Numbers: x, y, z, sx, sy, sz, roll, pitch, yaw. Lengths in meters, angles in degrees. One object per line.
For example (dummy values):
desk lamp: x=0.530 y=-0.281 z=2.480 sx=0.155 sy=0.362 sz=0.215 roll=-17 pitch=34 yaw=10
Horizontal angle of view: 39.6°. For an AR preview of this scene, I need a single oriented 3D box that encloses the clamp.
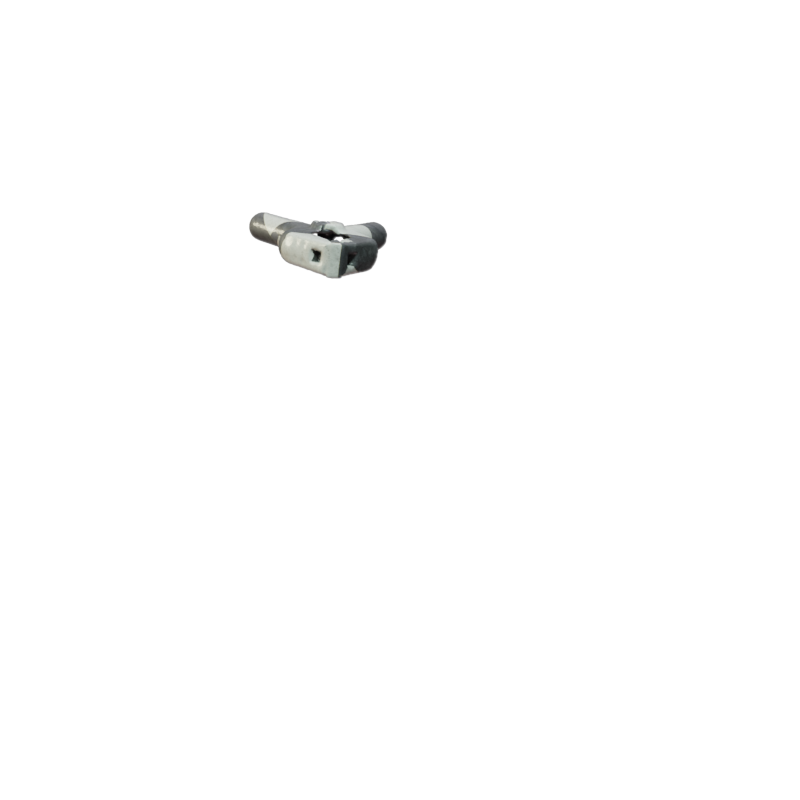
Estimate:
clamp: x=-0.071 y=-0.130 z=0.910 sx=0.120 sy=0.038 sz=0.175 roll=0 pitch=13 yaw=1
